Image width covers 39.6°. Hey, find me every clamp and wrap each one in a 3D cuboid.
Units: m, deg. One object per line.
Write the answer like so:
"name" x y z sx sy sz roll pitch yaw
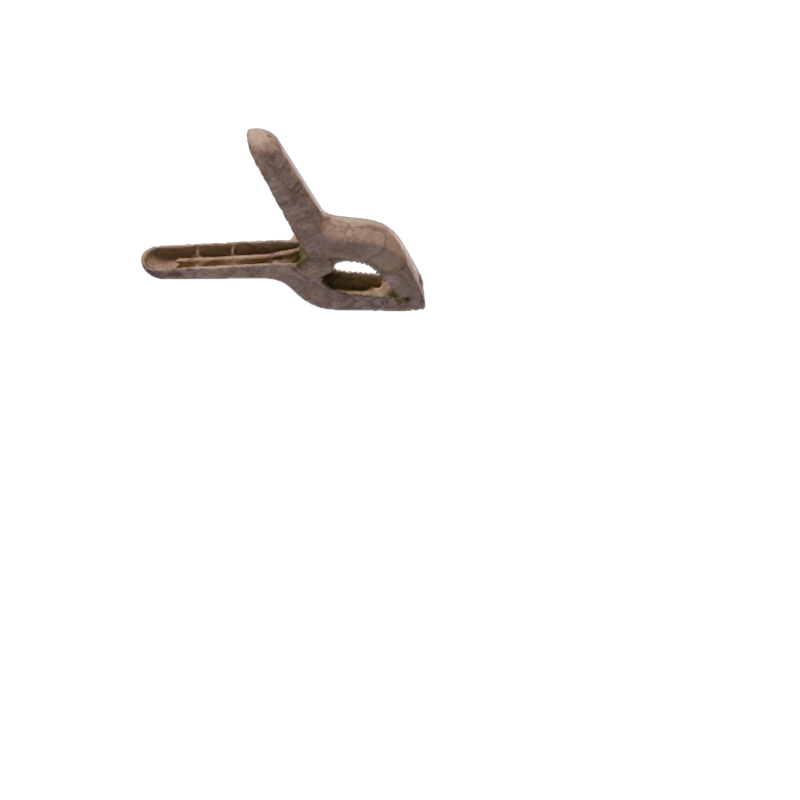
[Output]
"clamp" -0.063 -0.115 0.804 0.202 0.039 0.160 16 -37 -23
